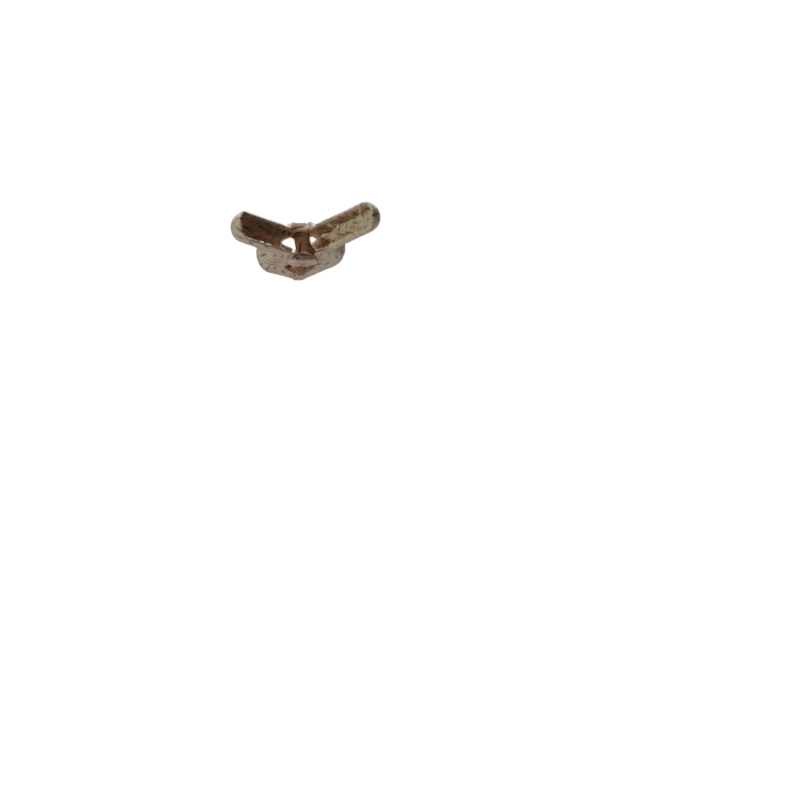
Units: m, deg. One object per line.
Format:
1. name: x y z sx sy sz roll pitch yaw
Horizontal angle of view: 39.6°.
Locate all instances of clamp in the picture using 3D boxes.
1. clamp: -0.075 -0.137 0.959 0.121 0.040 0.167 0 -4 2
